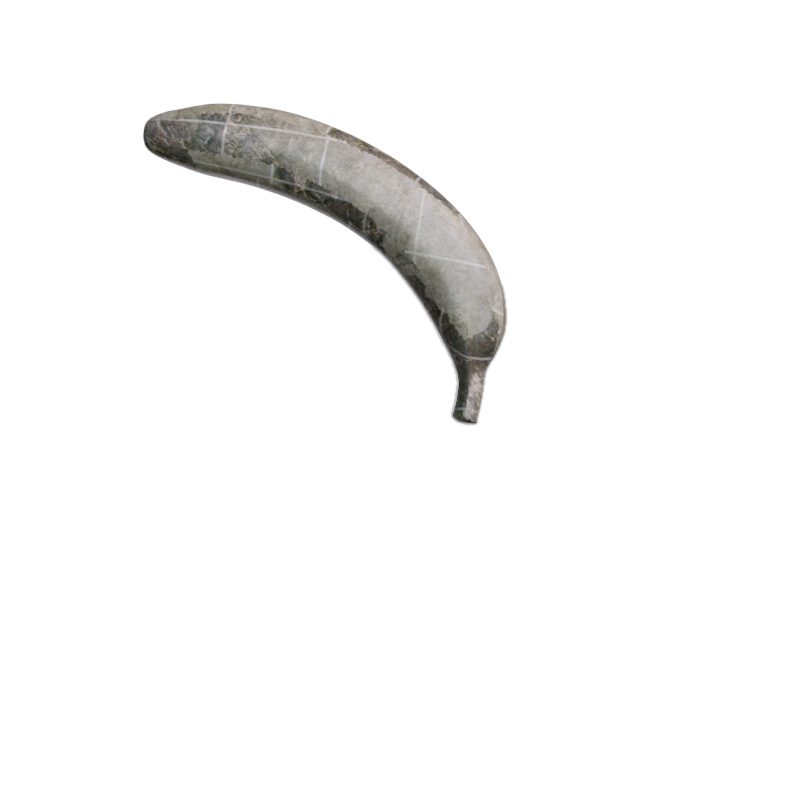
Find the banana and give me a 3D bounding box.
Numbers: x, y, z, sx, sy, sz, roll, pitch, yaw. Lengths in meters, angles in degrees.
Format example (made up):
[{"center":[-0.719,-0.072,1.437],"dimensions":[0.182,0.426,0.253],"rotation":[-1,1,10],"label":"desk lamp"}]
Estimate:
[{"center":[-0.023,-0.080,0.485],"dimensions":[0.204,0.070,0.035],"rotation":[41,-13,12],"label":"banana"}]
